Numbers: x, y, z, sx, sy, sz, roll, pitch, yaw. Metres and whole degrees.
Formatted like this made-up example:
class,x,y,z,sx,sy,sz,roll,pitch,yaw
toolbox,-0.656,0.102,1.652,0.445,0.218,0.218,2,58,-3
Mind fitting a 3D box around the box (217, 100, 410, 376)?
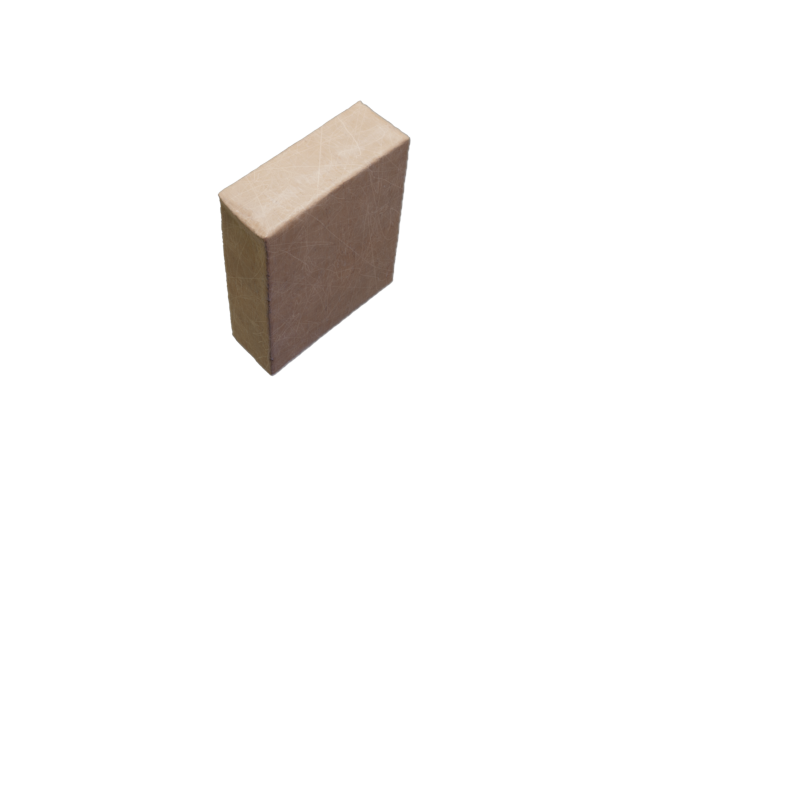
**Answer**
class,x,y,z,sx,sy,sz,roll,pitch,yaw
box,-0.078,-0.142,0.993,0.166,0.076,0.200,-39,-22,-24
